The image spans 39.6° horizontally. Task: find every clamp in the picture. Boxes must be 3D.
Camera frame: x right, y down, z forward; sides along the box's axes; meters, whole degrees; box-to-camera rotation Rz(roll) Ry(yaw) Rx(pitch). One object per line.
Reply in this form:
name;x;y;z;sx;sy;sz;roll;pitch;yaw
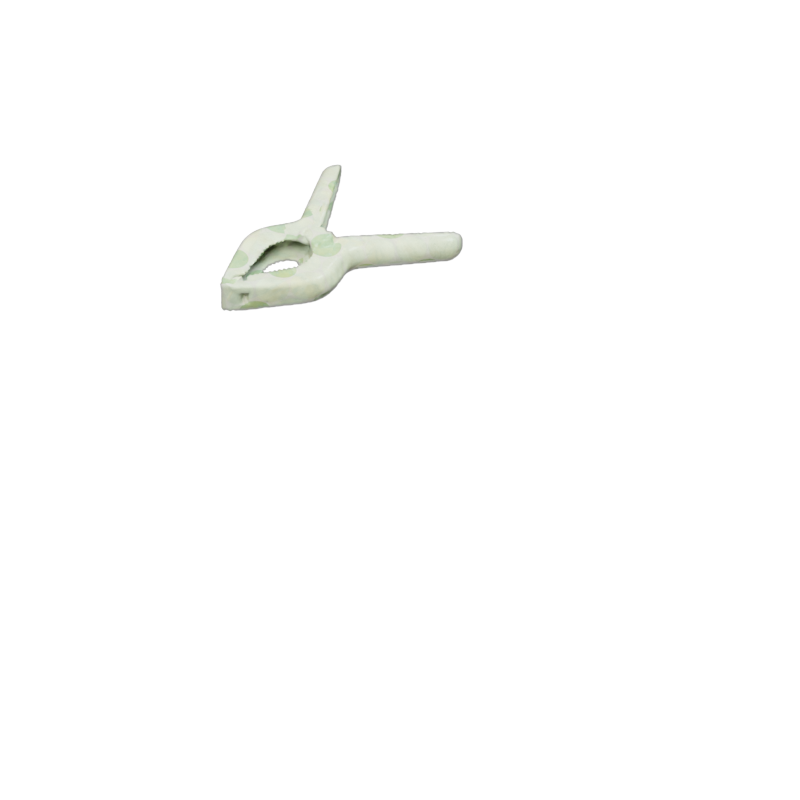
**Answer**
clamp;-0.075;-0.137;0.956;0.209;0.034;0.177;-26;47;-28
